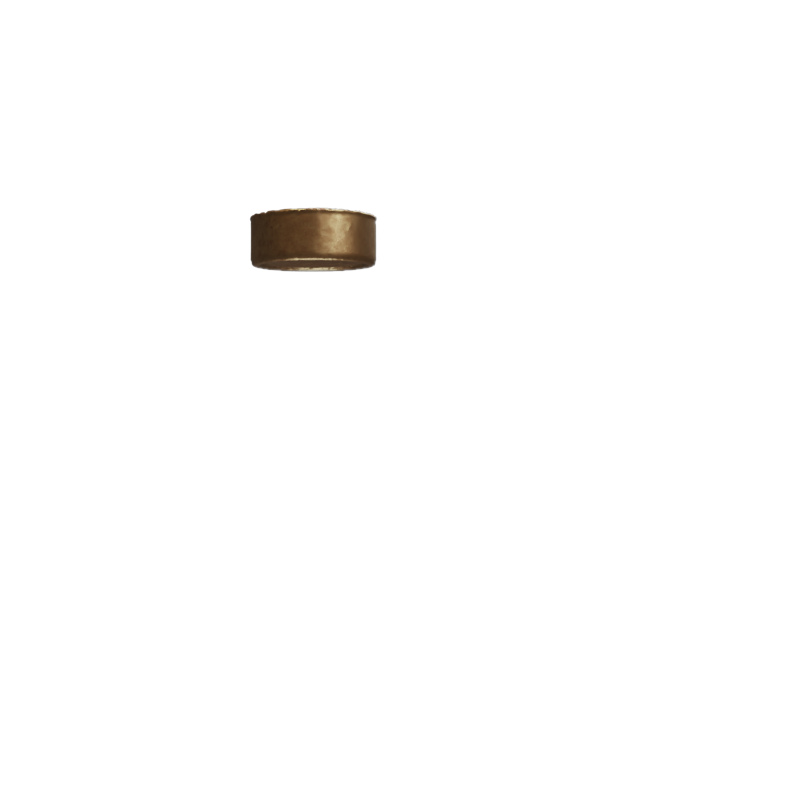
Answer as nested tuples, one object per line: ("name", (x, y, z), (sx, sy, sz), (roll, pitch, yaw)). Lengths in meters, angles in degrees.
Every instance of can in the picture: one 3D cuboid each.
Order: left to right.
("can", (-0.058, -0.107, 0.747), (0.086, 0.034, 0.085), (0, 0, -2))
